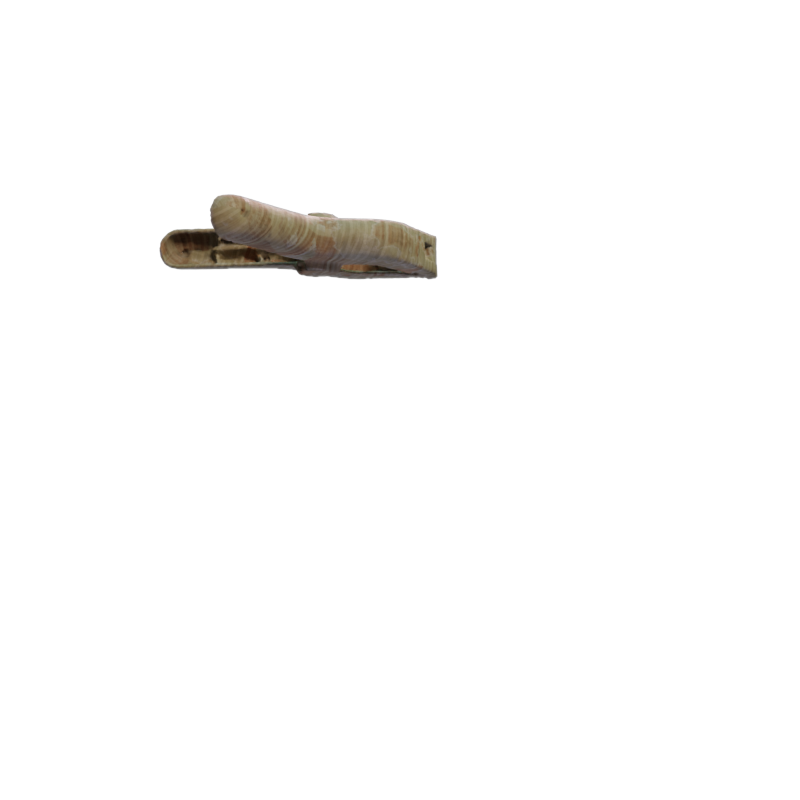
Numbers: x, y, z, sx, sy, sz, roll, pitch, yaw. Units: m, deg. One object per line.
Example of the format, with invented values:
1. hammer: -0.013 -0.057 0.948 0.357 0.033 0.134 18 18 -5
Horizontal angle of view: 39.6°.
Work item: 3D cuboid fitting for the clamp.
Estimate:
1. clamp: -0.052 -0.094 0.658 0.168 0.039 0.122 -1 2 -15
